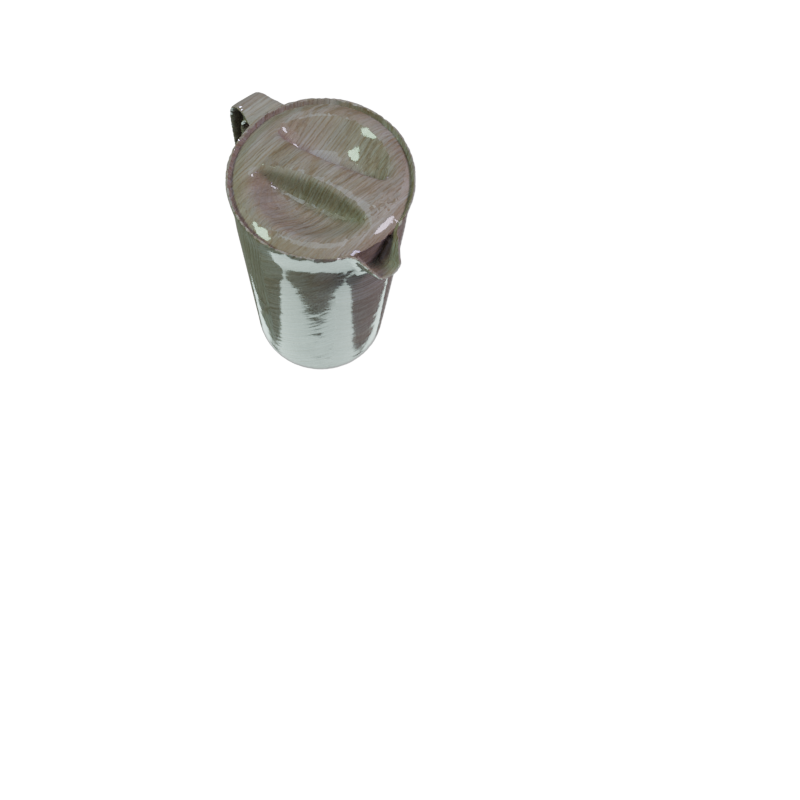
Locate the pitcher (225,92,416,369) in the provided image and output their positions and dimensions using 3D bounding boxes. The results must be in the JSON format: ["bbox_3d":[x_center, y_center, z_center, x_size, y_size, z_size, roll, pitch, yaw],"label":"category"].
[{"bbox_3d":[-0.068,-0.125,0.875,0.145,0.157,0.230,8,-23,0],"label":"pitcher"}]
